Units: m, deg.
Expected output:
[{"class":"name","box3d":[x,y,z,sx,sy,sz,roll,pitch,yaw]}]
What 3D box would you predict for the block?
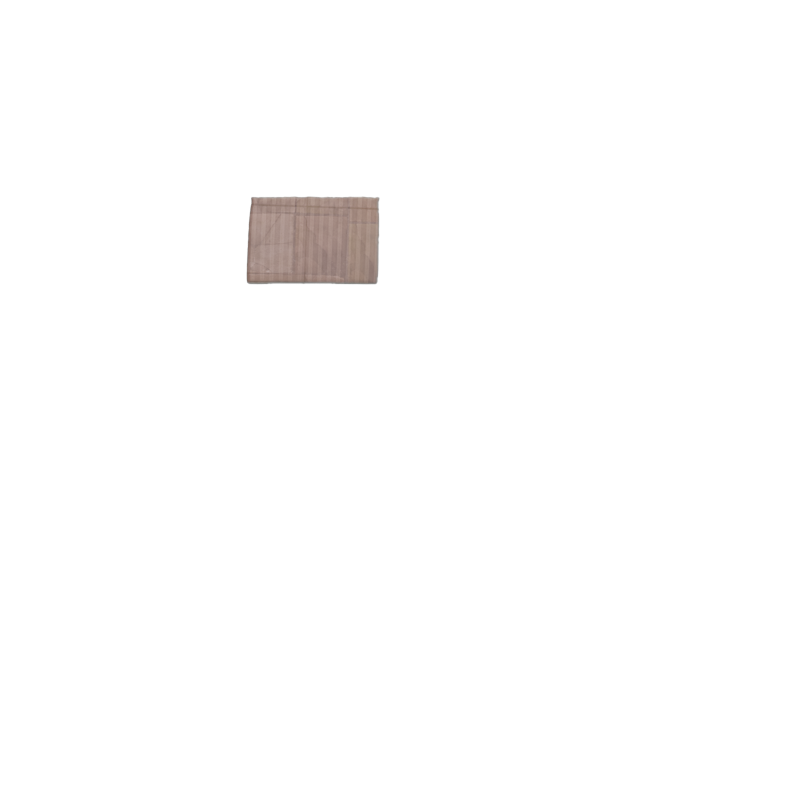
[{"class":"block","box3d":[-0.053,-0.096,0.672,0.078,0.051,0.053,0,2,-2]}]
